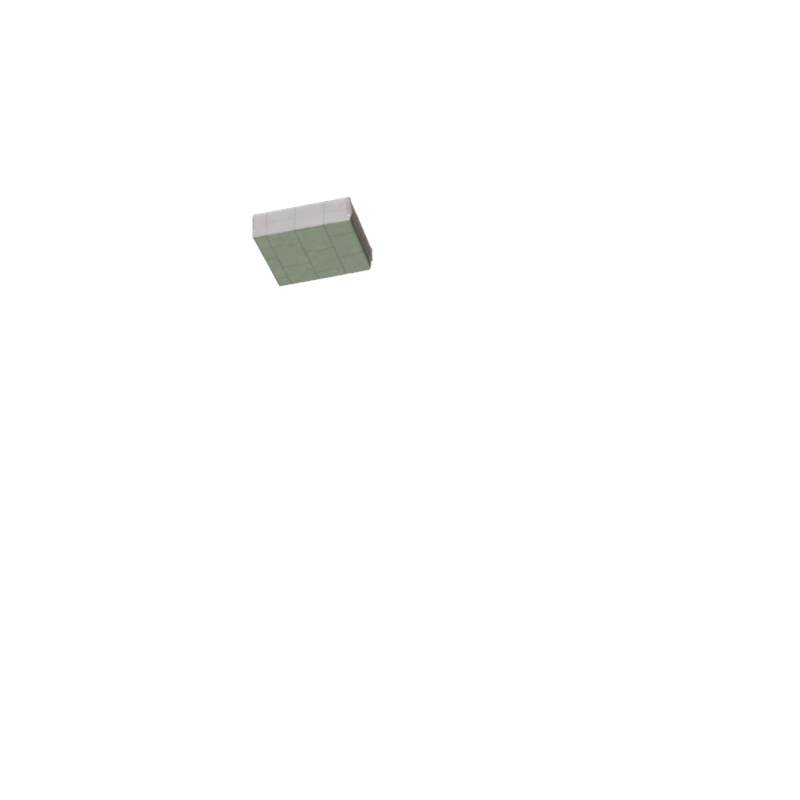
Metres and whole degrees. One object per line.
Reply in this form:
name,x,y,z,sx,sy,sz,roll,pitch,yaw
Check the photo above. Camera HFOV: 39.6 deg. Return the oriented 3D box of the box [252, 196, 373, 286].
box,-0.075,-0.138,0.966,0.090,0.032,0.067,-9,-35,13
